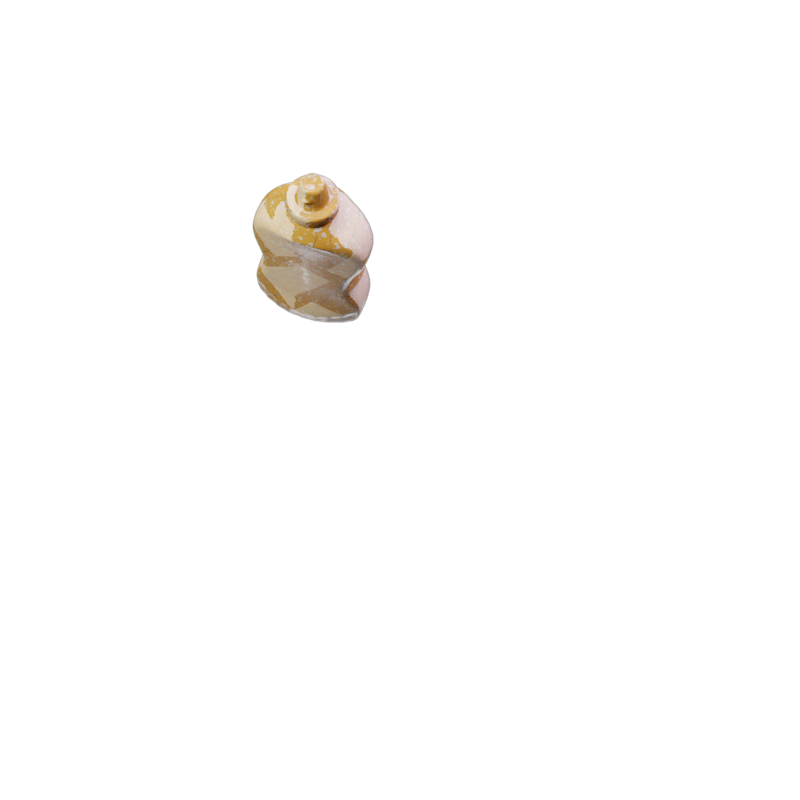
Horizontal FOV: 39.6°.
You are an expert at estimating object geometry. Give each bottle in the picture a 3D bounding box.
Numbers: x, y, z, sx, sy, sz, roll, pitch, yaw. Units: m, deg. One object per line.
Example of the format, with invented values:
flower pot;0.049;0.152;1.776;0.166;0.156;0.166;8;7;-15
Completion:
bottle;-0.070;-0.127;0.889;0.098;0.060;0.182;22;-21;5
